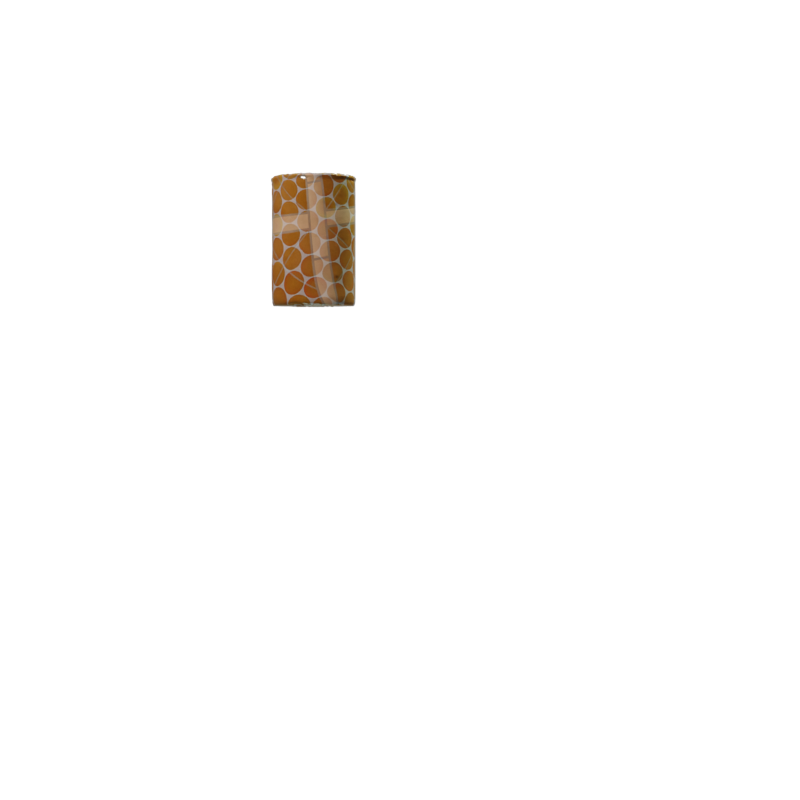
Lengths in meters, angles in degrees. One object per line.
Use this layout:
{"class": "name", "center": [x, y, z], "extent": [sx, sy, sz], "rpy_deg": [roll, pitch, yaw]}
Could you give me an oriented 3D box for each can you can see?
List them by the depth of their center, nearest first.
{"class": "can", "center": [-0.069, -0.125, 0.879], "extent": [0.068, 0.103, 0.068], "rpy_deg": [0, -2, -2]}
